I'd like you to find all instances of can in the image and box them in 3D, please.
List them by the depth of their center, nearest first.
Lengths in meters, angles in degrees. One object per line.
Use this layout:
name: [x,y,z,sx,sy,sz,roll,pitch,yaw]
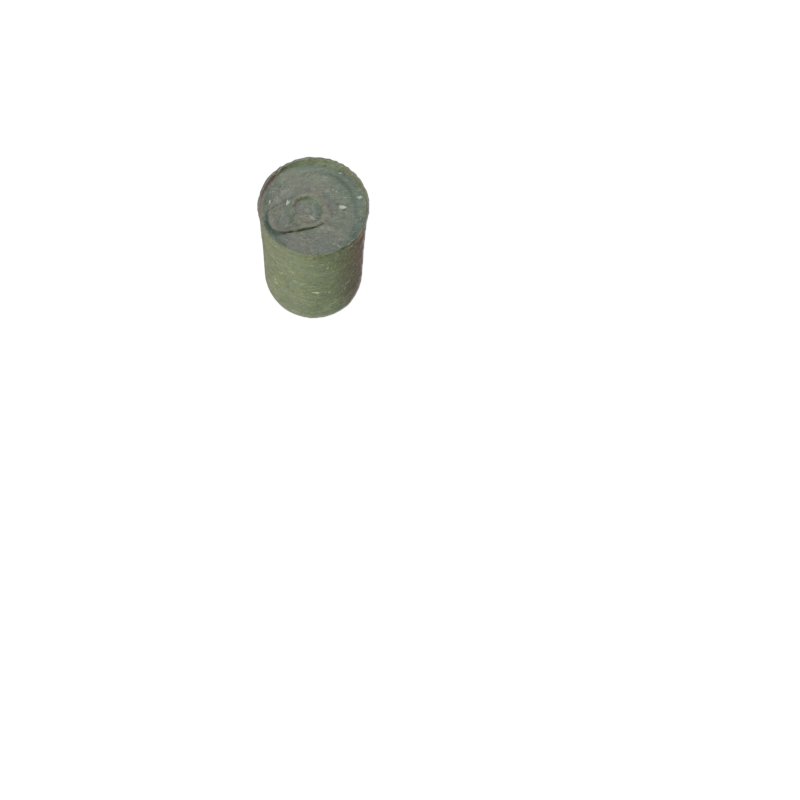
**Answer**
can: [-0.056,-0.102,0.714,0.068,0.072,0.097,0,-21,-3]
